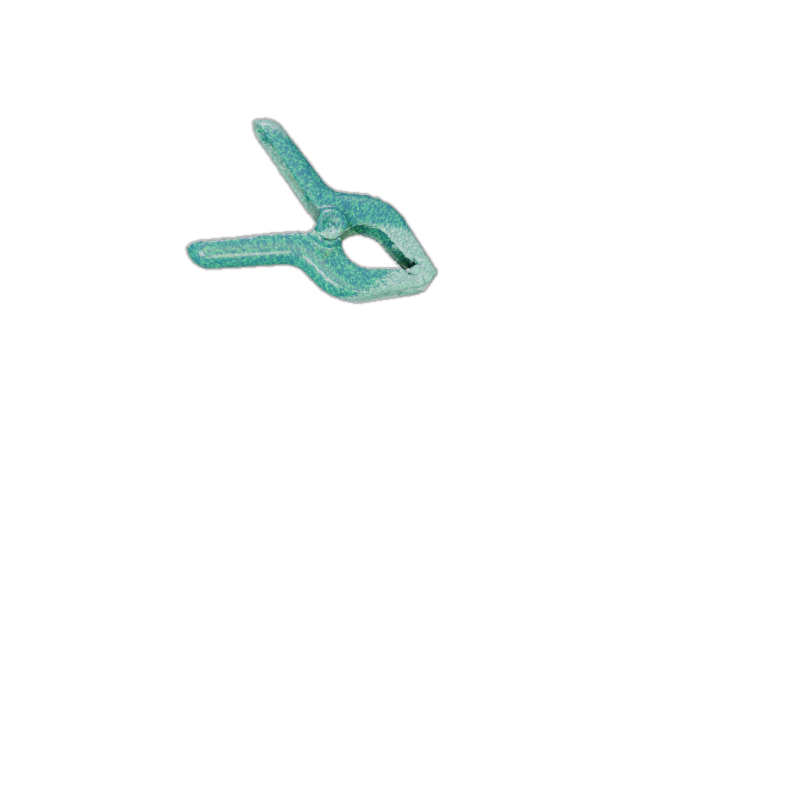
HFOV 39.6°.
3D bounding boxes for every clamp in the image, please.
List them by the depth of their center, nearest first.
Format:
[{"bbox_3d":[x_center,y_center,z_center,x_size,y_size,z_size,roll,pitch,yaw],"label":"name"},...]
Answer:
[{"bbox_3d":[-0.061,-0.111,0.781,0.175,0.122,0.038,32,-12,8],"label":"clamp"}]
